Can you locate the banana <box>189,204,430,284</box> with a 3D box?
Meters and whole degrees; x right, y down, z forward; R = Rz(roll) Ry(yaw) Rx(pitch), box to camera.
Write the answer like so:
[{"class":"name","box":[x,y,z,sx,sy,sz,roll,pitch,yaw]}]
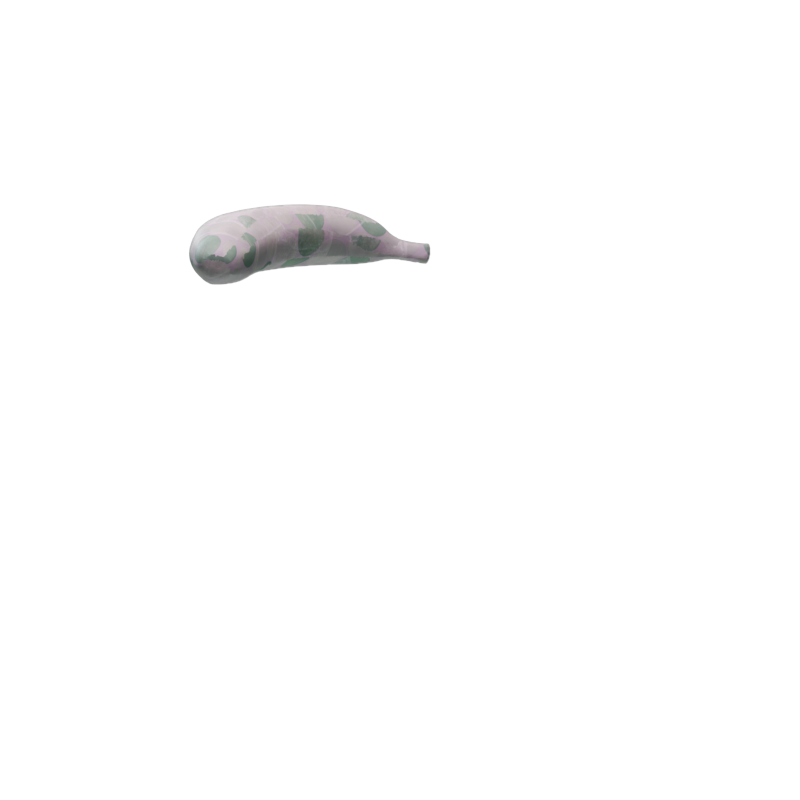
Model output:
[{"class":"banana","box":[-0.060,-0.087,0.605,0.072,0.036,0.193,7,14,32]}]
